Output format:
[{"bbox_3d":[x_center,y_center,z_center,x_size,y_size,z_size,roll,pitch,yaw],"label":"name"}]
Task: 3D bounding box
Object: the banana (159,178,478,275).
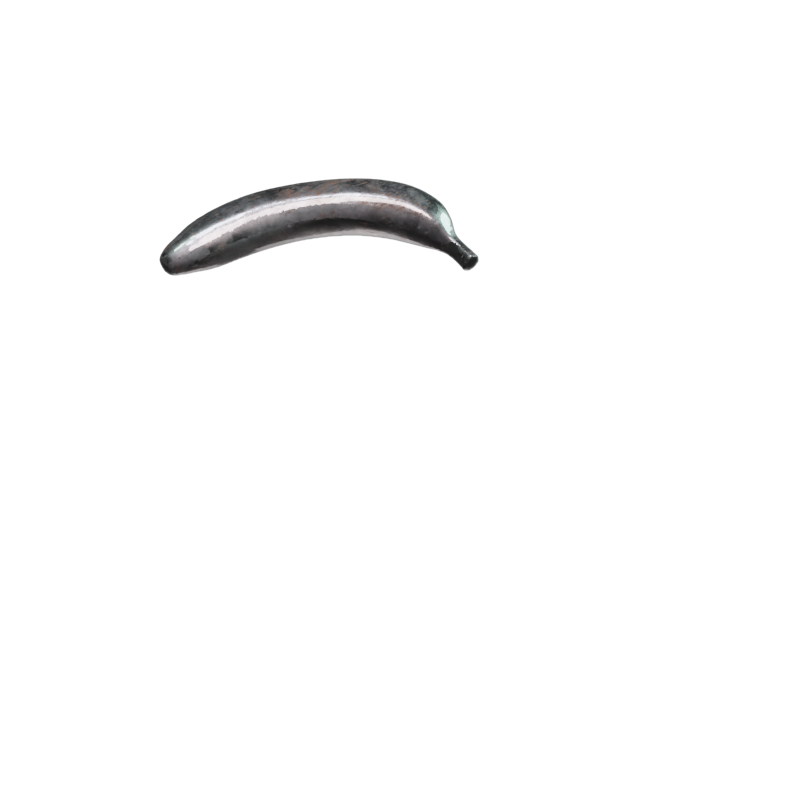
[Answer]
[{"bbox_3d":[-0.053,-0.112,0.704,0.197,0.034,0.075,-3,41,-4],"label":"banana"}]
